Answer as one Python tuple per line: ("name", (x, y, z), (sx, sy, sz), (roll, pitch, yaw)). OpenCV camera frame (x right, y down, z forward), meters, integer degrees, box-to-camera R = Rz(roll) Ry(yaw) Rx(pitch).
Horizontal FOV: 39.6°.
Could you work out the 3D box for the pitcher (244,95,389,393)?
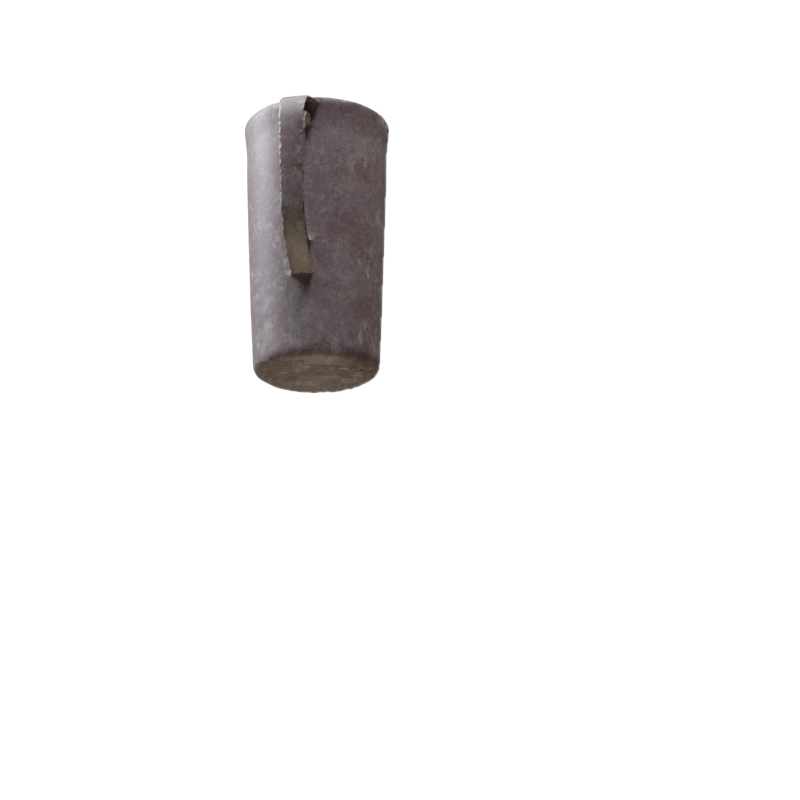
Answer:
("pitcher", (-0.076, -0.139, 0.973), (0.142, 0.255, 0.145), (14, -25, -34))
